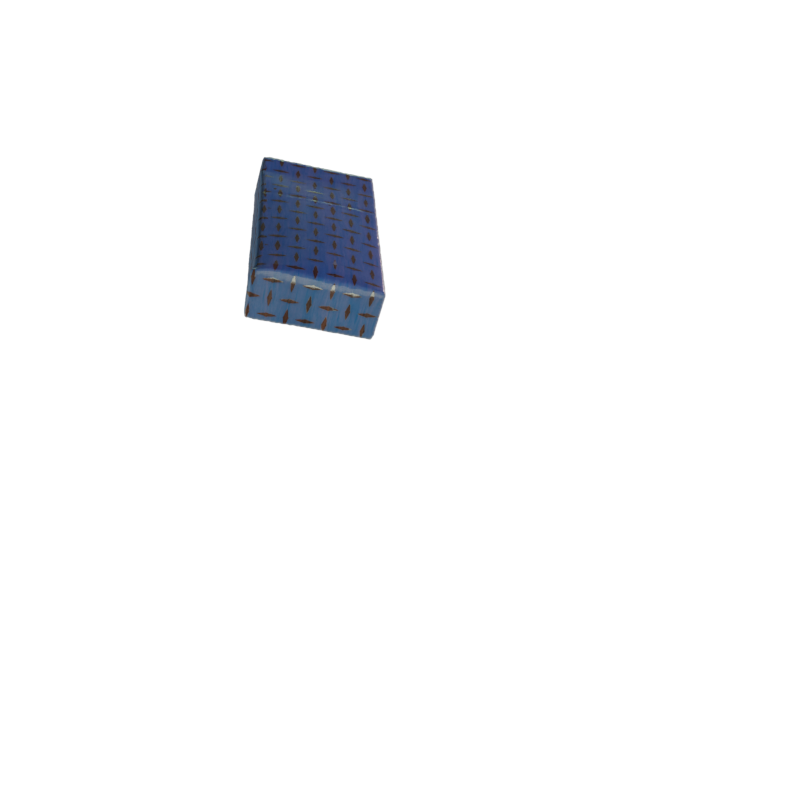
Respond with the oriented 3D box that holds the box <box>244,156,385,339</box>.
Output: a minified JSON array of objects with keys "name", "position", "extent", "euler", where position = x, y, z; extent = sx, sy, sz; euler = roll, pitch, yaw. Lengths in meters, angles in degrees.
[{"name":"box","position":[-0.064,-0.117,0.821],"extent":[0.092,0.046,0.188],"euler":[9,32,-9]}]
